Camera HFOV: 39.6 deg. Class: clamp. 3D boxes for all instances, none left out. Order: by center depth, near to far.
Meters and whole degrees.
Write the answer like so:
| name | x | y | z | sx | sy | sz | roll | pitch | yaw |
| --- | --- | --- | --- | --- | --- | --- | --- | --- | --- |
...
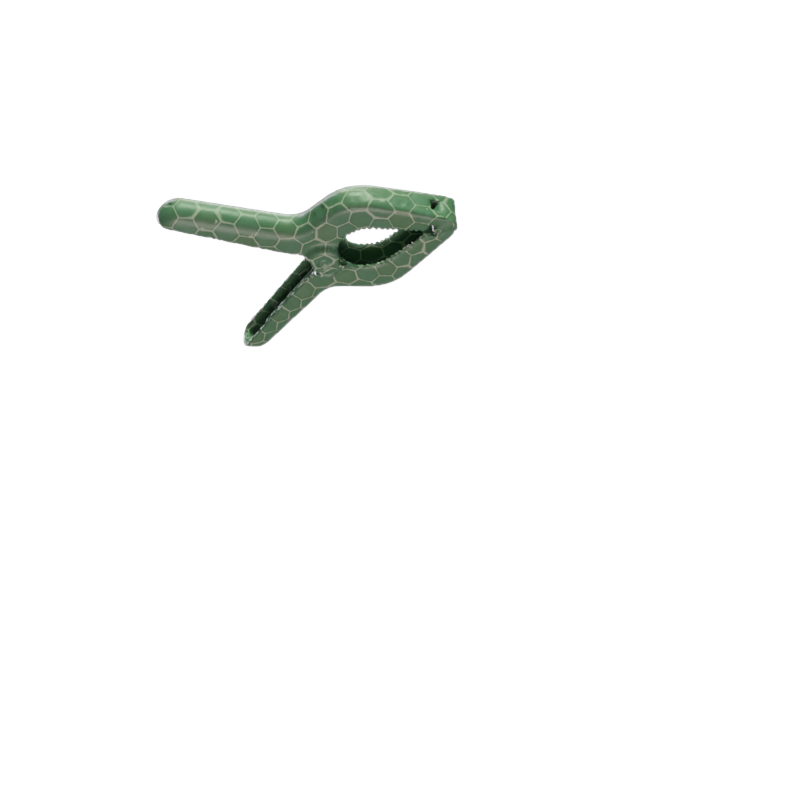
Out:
| name | x | y | z | sx | sy | sz | roll | pitch | yaw |
| --- | --- | --- | --- | --- | --- | --- | --- | --- | --- |
| clamp | -0.064 | -0.117 | 0.820 | 0.212 | 0.039 | 0.152 | -17 | -41 | 21 |
